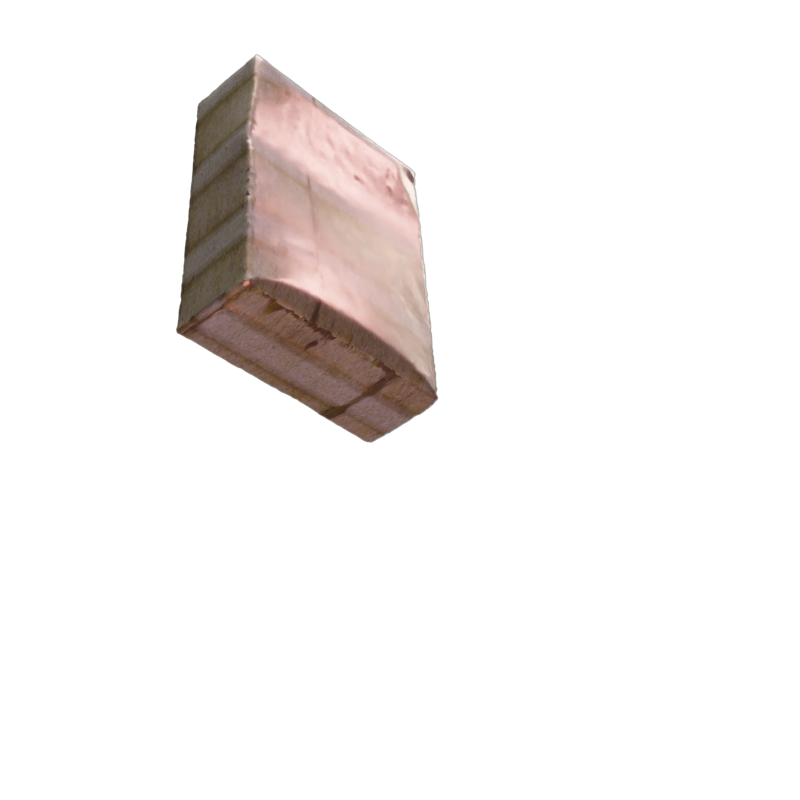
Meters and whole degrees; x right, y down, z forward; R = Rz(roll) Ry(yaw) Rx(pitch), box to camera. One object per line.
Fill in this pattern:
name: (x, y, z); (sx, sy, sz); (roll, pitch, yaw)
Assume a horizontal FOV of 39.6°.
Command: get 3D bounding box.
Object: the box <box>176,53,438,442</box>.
box: (-0.057, -0.104, 0.726); (0.154, 0.230, 0.071); (31, -51, -33)
